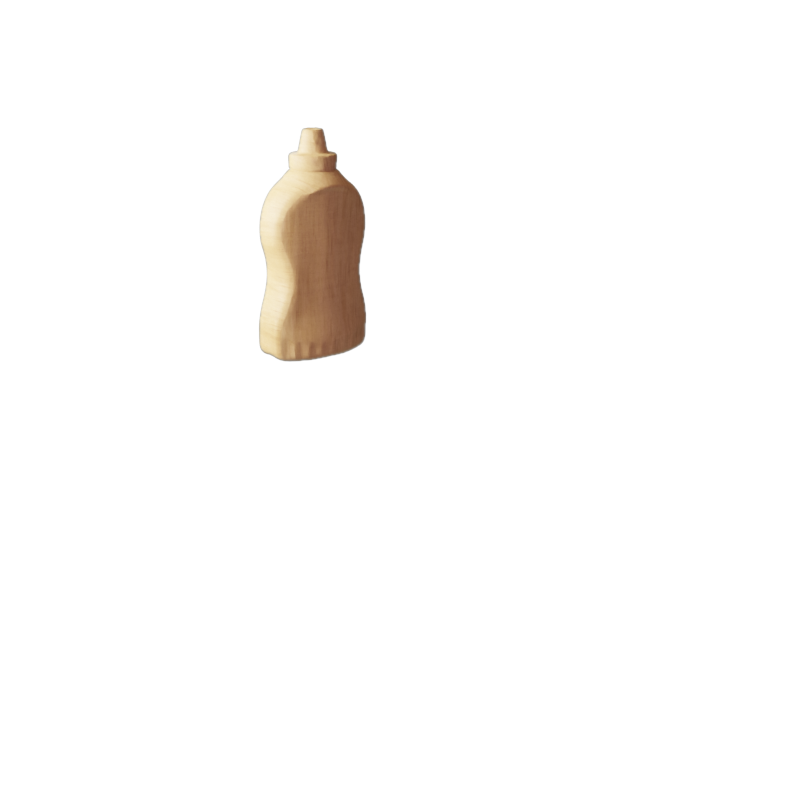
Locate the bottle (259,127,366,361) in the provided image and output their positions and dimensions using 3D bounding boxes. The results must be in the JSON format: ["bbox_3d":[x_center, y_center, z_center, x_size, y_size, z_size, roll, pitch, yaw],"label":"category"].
[{"bbox_3d":[-0.074,-0.134,0.939,0.093,0.186,0.062,-9,17,-35],"label":"bottle"}]
